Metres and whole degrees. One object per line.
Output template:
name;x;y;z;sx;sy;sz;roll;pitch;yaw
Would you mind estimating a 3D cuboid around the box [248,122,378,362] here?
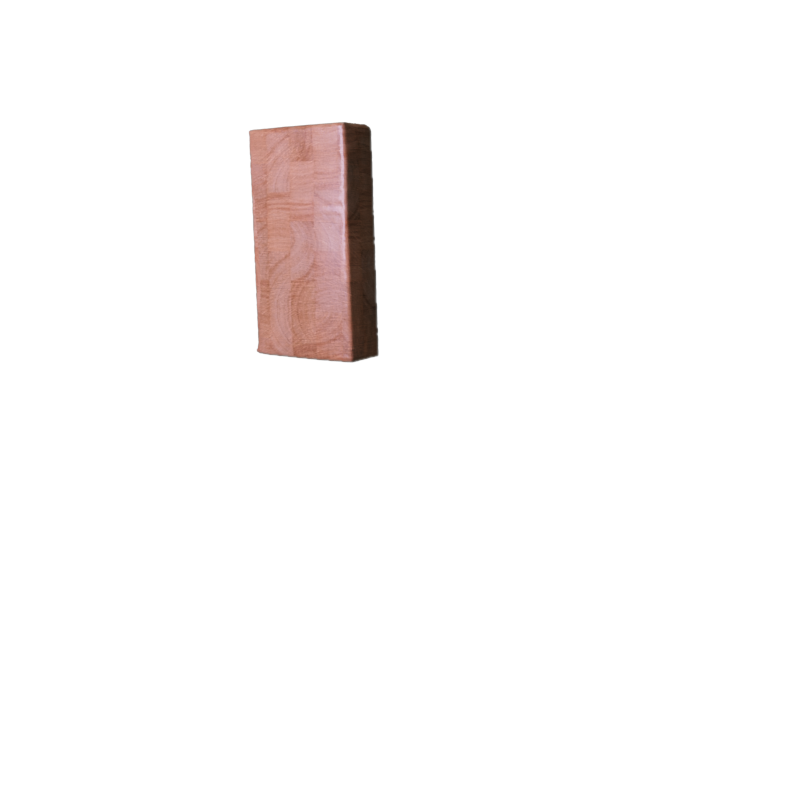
box;-0.066;-0.121;0.846;0.097;0.176;0.046;2;2;35
